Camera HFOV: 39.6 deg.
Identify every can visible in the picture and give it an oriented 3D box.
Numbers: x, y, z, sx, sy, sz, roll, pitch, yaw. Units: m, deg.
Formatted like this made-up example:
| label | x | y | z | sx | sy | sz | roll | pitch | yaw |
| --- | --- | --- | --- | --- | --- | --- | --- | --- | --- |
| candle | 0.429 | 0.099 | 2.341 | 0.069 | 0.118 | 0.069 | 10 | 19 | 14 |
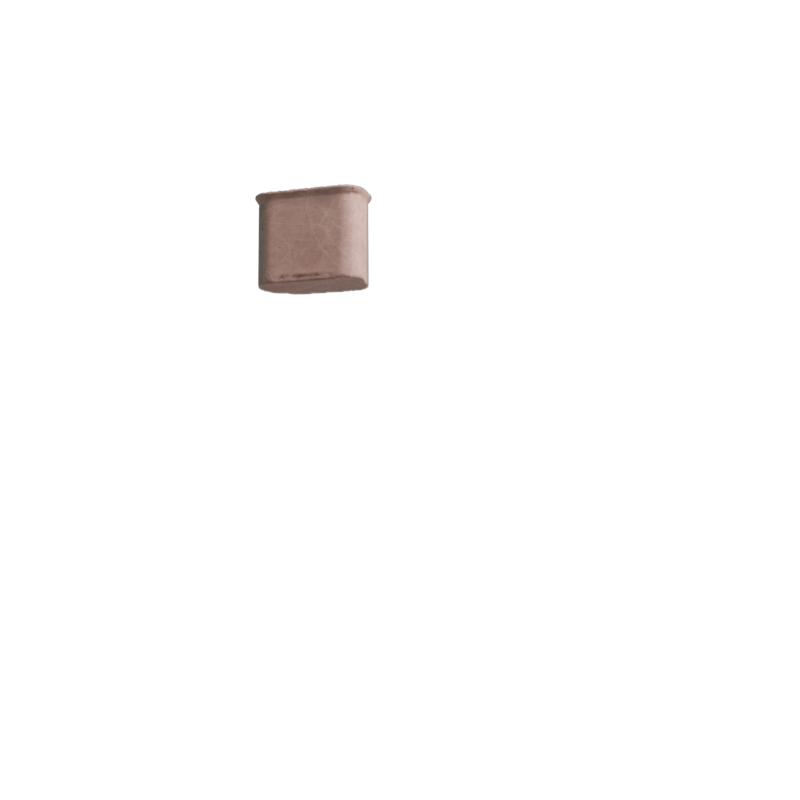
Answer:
| label | x | y | z | sx | sy | sz | roll | pitch | yaw |
| --- | --- | --- | --- | --- | --- | --- | --- | --- | --- |
| can | -0.077 | -0.140 | 0.984 | 0.104 | 0.087 | 0.055 | -4 | -13 | 17 |
